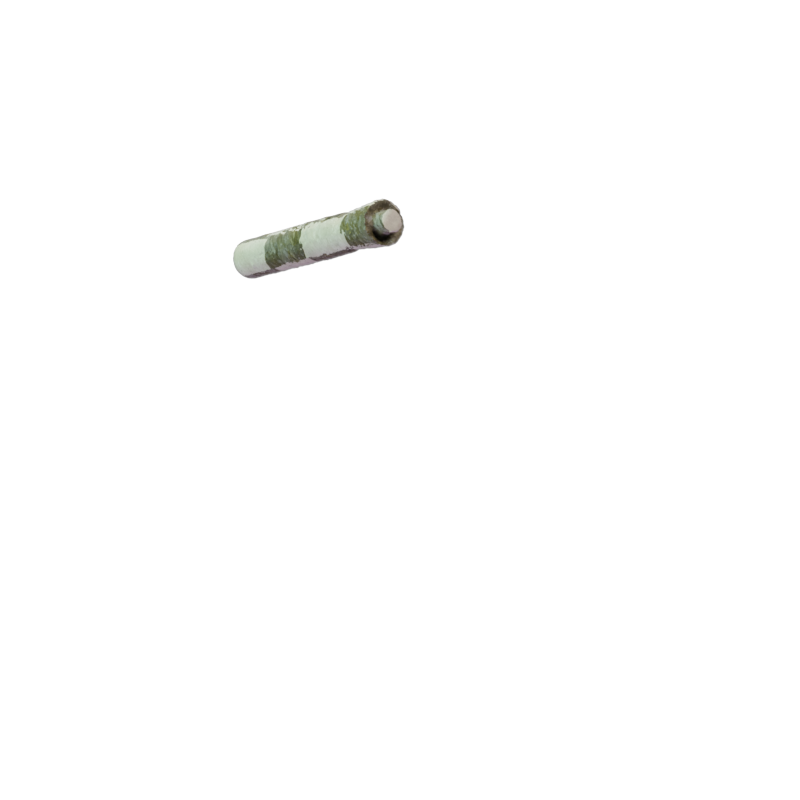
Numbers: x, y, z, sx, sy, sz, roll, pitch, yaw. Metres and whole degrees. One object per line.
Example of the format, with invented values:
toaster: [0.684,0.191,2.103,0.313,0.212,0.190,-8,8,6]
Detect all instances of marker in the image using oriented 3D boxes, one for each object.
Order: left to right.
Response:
marker: [-0.037,-0.068,0.477,0.019,0.020,0.124,-2,0,-33]
